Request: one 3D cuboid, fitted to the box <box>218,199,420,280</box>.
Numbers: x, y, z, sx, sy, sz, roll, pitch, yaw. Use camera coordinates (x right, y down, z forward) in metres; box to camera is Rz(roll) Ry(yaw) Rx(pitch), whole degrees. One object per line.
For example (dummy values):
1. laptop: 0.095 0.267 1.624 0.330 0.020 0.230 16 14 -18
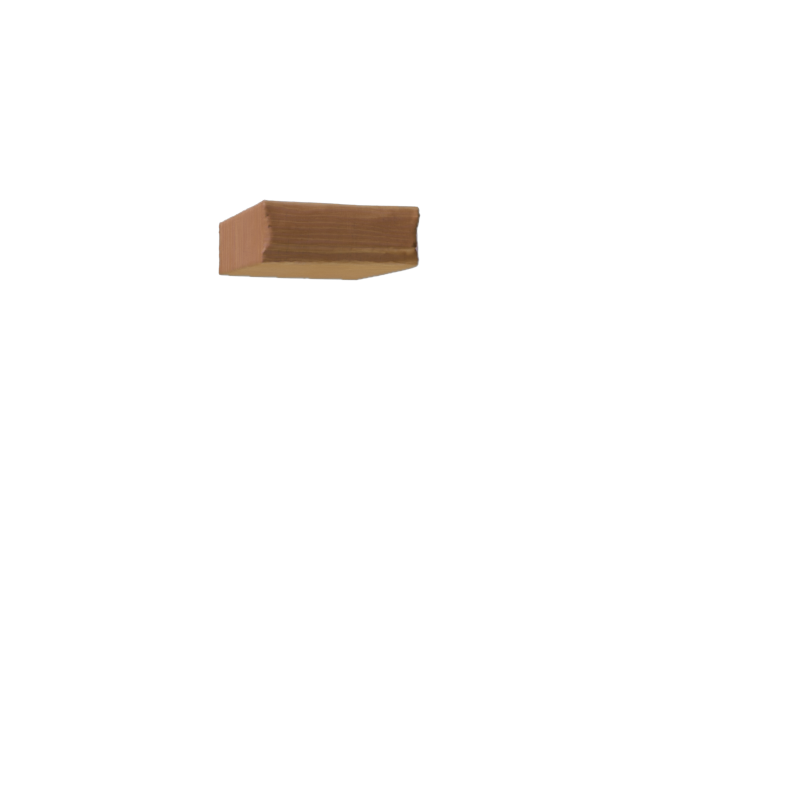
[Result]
1. box: -0.040 -0.074 0.517 0.071 0.030 0.091 0 1 -19
